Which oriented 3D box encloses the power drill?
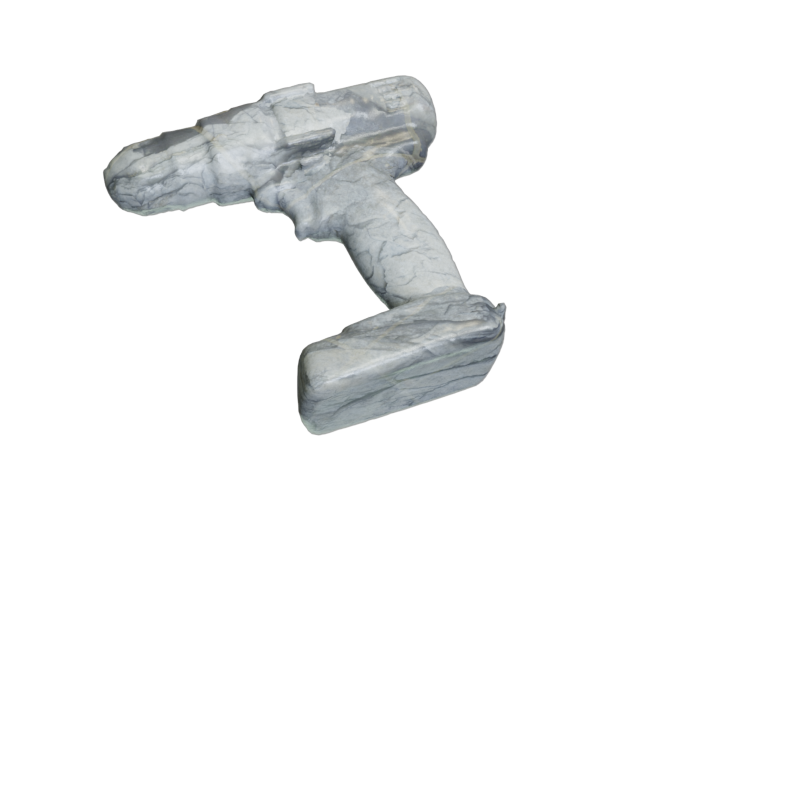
[{"bbox_3d":[-0.044,-0.081,0.565,0.183,0.201,0.054,-17,-30,-11],"label":"power drill"}]
